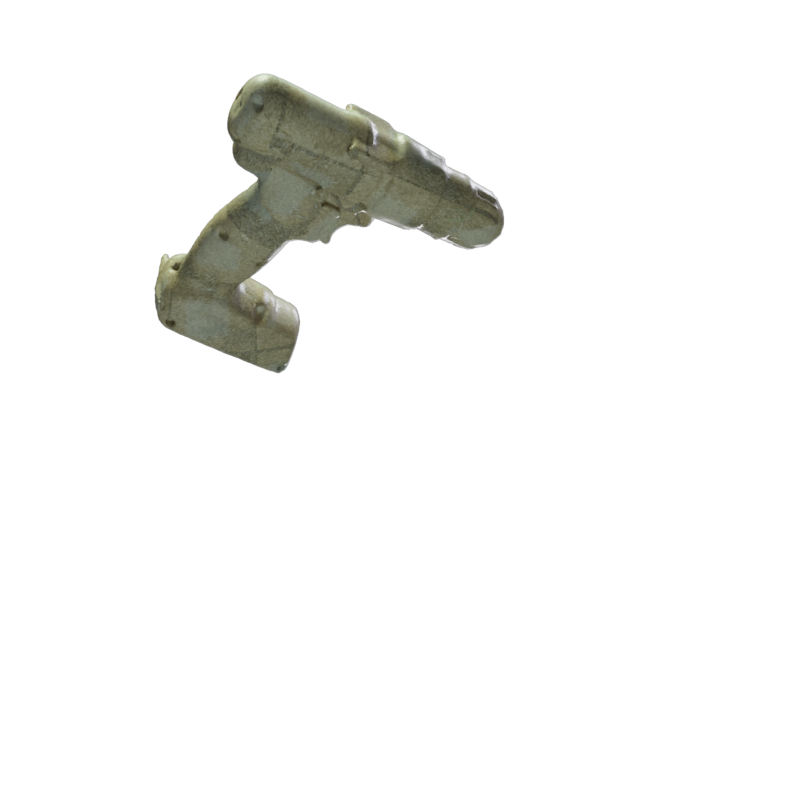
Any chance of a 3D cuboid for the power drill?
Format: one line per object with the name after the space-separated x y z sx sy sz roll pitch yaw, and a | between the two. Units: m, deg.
-0.054 -0.099 0.692 0.177 0.062 0.183 26 -53 -22 | power drill
